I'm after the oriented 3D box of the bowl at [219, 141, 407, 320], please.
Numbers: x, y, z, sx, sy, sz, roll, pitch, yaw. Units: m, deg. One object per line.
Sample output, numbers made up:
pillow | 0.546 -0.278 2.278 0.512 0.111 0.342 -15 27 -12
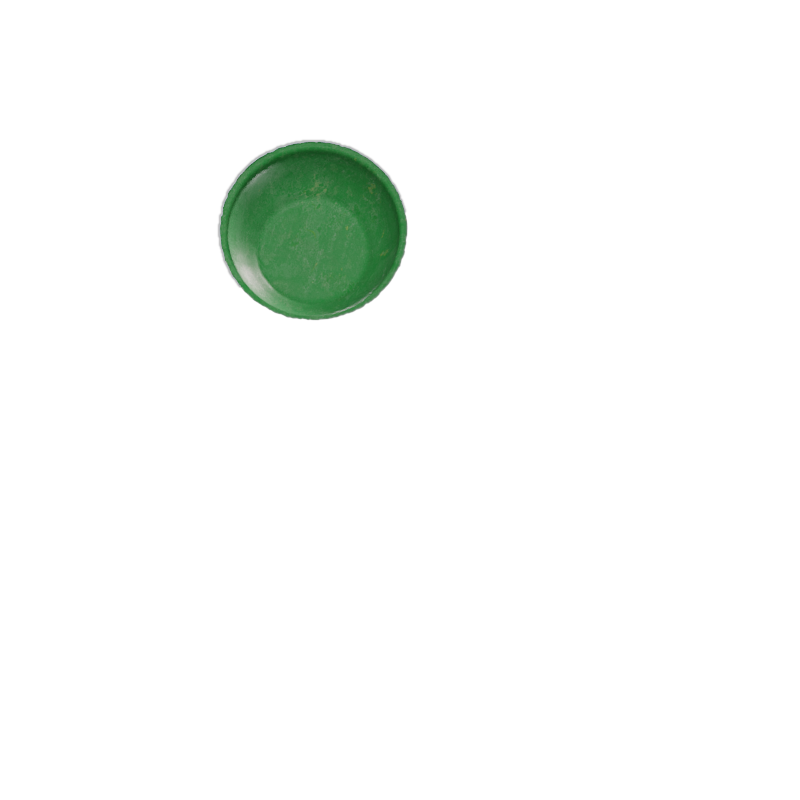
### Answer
bowl | -0.073 -0.133 0.929 0.162 0.155 0.057 0 19 -1
